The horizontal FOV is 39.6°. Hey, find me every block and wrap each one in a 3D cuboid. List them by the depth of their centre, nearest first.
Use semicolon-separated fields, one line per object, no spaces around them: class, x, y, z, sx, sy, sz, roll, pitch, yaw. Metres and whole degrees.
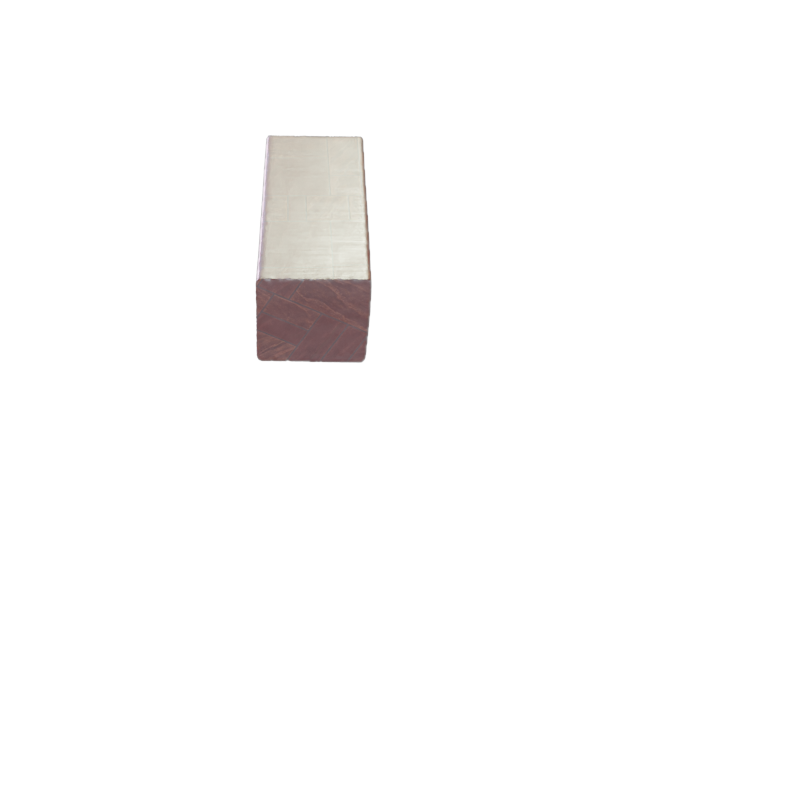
block;-0.074;-0.136;0.953;0.090;0.084;0.221;0;42;-4
